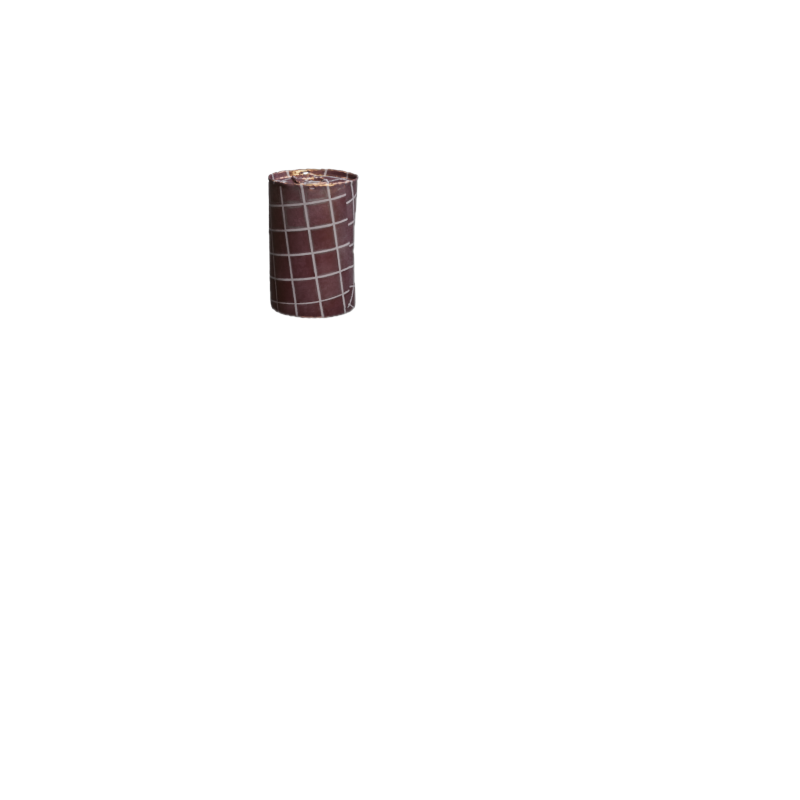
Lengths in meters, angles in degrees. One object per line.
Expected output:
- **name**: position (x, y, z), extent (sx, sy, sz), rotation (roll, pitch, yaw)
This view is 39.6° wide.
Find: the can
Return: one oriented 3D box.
- **can**: position (-0.066, -0.120, 0.841), extent (0.068, 0.099, 0.071), rotation (0, 17, -2)
